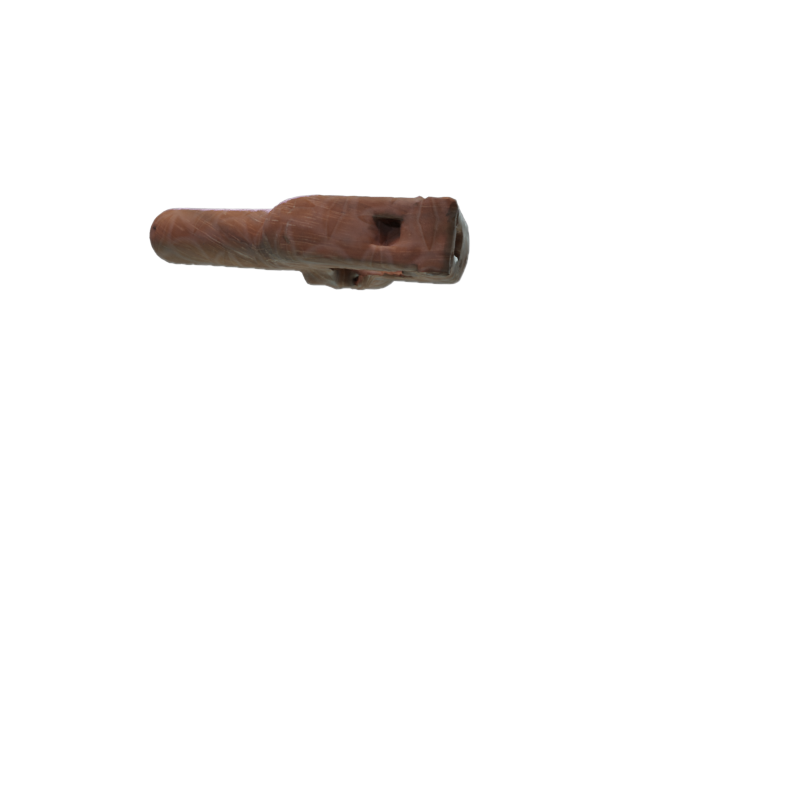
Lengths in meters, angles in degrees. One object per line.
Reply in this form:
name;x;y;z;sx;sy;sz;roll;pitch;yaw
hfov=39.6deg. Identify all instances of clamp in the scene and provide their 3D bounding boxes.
clamp;-0.035;-0.064;0.449;0.118;0.039;0.174;0;2;-17
